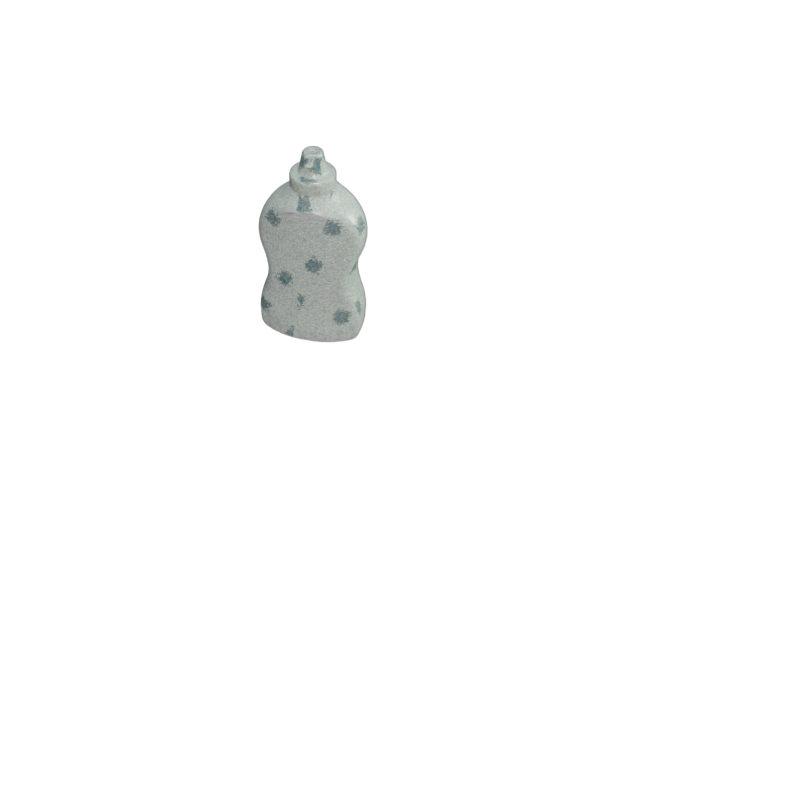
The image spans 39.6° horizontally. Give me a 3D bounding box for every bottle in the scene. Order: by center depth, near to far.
[{"bbox_3d":[-0.078,-0.141,0.991,0.098,0.179,0.061,12,40,11],"label":"bottle"}]
